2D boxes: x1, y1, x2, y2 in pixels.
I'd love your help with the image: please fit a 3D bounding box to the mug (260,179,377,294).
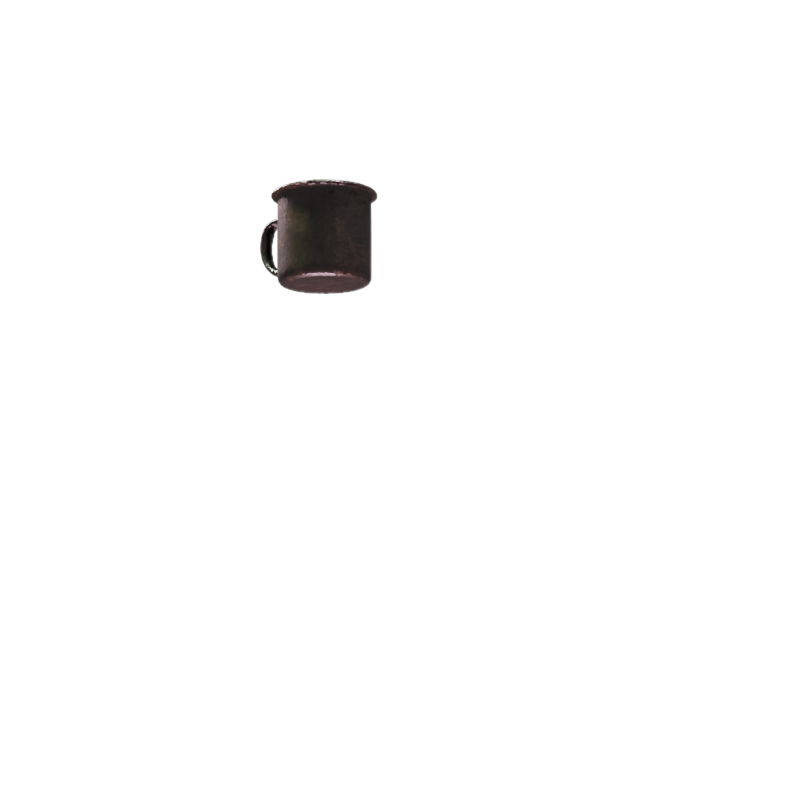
[{"bbox_3d":[-0.076,-0.138,0.969,0.120,0.084,0.088,-6,-12,33],"label":"mug"}]
